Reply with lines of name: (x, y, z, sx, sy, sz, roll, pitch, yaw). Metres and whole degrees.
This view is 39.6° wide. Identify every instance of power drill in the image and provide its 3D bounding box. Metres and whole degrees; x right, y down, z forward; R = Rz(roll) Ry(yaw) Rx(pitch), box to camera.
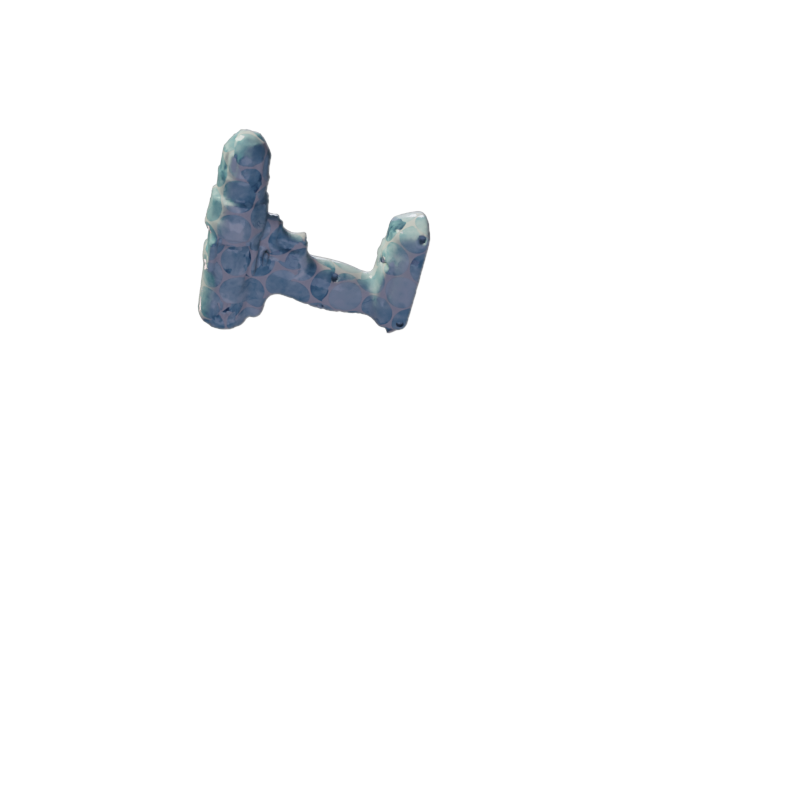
power drill: (-0.074, -0.135, 0.945, 0.186, 0.175, 0.061, 9, 33, -6)
